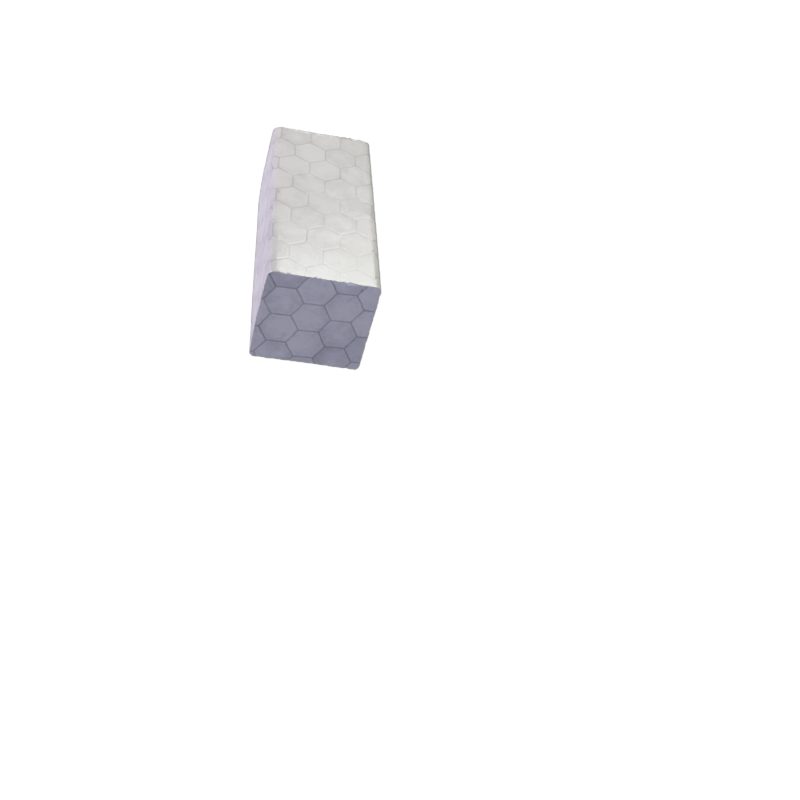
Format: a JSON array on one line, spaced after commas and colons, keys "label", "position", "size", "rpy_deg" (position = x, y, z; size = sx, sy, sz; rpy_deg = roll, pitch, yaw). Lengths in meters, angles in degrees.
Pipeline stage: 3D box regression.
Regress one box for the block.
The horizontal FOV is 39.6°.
[{"label": "block", "position": [-0.073, -0.134, 0.935], "size": [0.089, 0.085, 0.221], "rpy_deg": [8, 41, -11]}]
